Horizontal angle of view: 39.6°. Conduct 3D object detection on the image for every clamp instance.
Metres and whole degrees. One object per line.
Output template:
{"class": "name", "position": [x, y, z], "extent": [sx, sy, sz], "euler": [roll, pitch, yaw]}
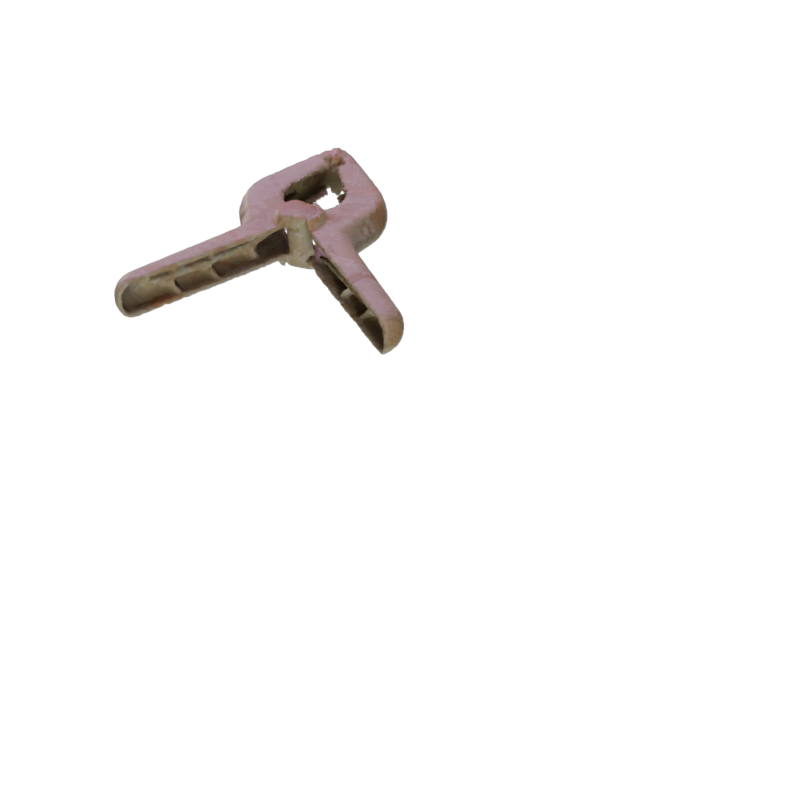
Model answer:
{"class": "clamp", "position": [-0.053, -0.097, 0.676], "extent": [0.170, 0.034, 0.217], "euler": [12, 37, 16]}
